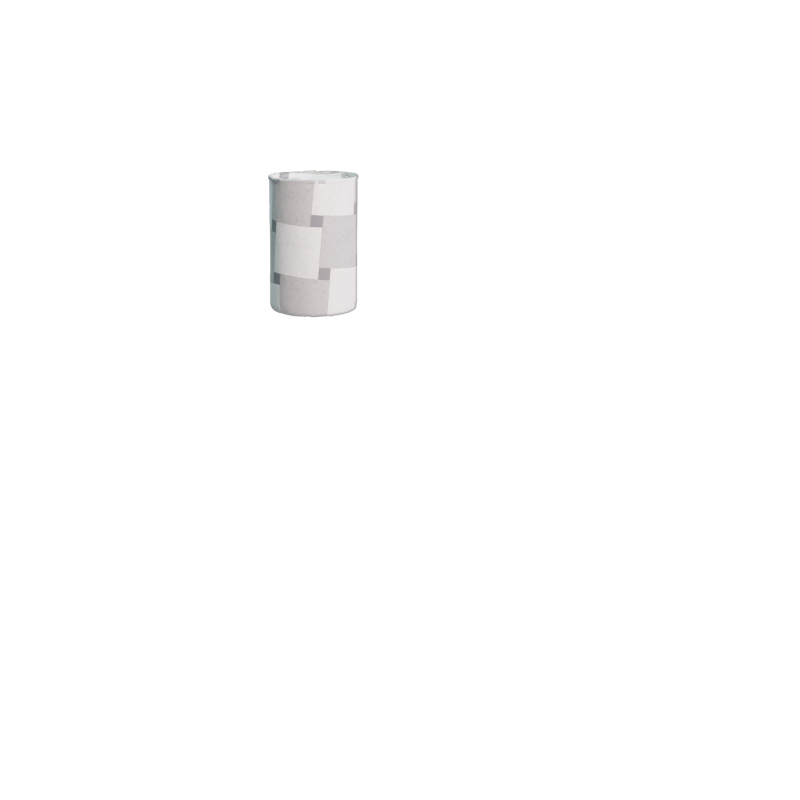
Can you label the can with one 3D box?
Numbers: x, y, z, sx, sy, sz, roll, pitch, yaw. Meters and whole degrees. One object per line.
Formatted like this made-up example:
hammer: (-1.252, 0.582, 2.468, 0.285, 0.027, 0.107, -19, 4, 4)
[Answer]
can: (-0.066, -0.120, 0.837, 0.068, 0.100, 0.070, 0, 12, -2)
